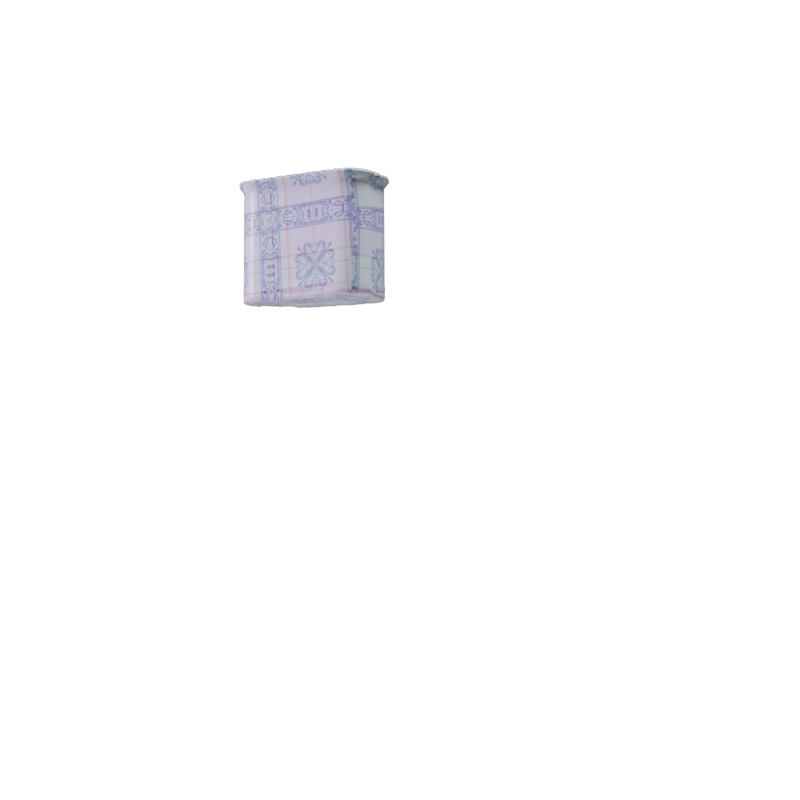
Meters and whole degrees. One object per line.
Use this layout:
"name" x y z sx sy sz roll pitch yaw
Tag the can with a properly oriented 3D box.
"can" -0.059 -0.107 0.752 0.105 0.086 0.055 -3 -8 29
